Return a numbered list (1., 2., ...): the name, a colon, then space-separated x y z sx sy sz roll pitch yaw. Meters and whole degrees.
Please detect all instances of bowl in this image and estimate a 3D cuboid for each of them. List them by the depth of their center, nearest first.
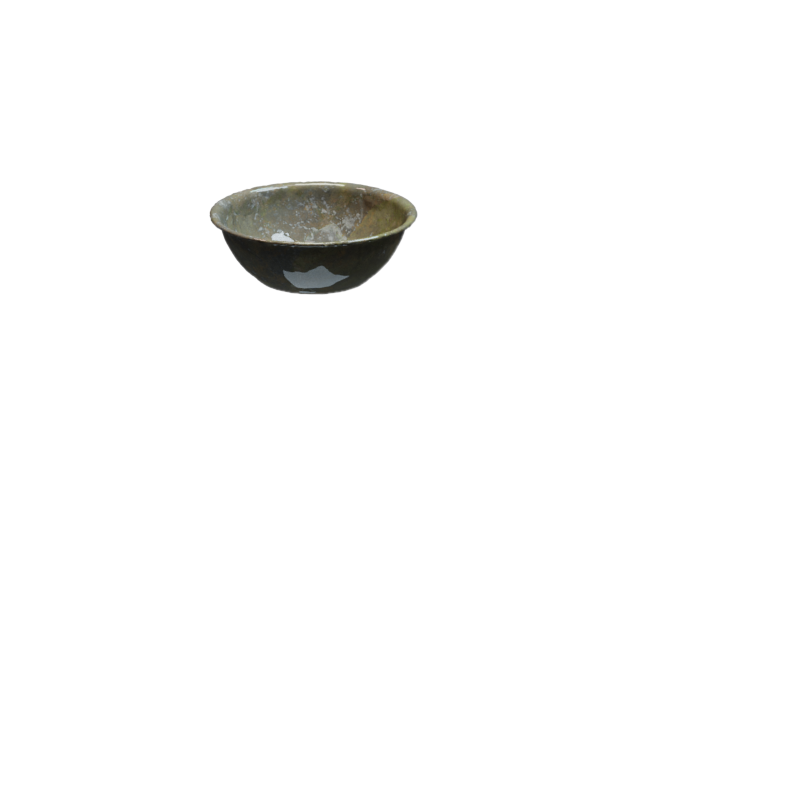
1. bowl: -0.068 -0.125 0.872 0.162 0.052 0.171 -1 25 -2
